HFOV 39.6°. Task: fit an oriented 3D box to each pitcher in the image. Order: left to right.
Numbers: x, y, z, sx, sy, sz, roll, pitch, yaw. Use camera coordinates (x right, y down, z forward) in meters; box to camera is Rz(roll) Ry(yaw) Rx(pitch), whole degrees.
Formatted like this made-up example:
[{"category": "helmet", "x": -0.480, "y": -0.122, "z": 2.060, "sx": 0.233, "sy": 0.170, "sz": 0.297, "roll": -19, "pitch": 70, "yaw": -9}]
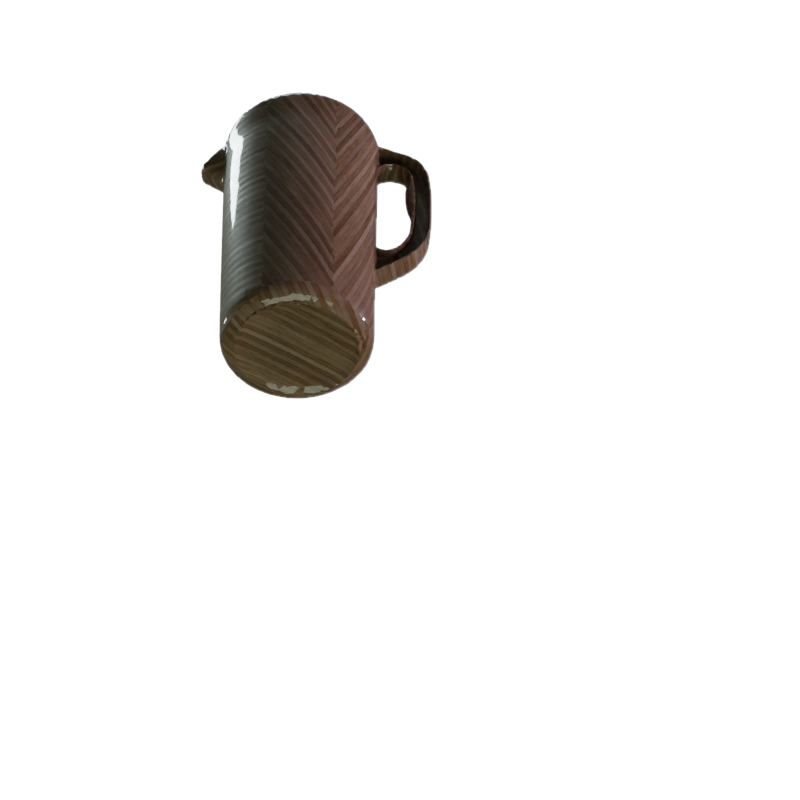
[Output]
[{"category": "pitcher", "x": -0.067, "y": -0.122, "z": 0.855, "sx": 0.148, "sy": 0.261, "sz": 0.136, "roll": -36, "pitch": -55, "yaw": 26}]
